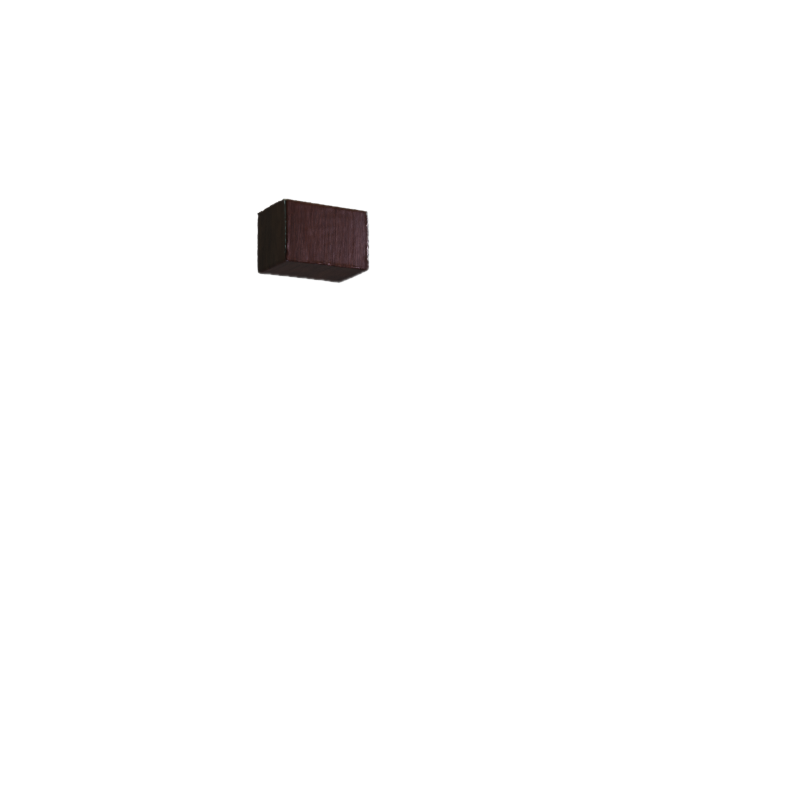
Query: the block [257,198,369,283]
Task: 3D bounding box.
[{"bbox_3d":[-0.070,-0.128,0.896,0.075,0.053,0.053,5,-12,-30],"label":"block"}]
